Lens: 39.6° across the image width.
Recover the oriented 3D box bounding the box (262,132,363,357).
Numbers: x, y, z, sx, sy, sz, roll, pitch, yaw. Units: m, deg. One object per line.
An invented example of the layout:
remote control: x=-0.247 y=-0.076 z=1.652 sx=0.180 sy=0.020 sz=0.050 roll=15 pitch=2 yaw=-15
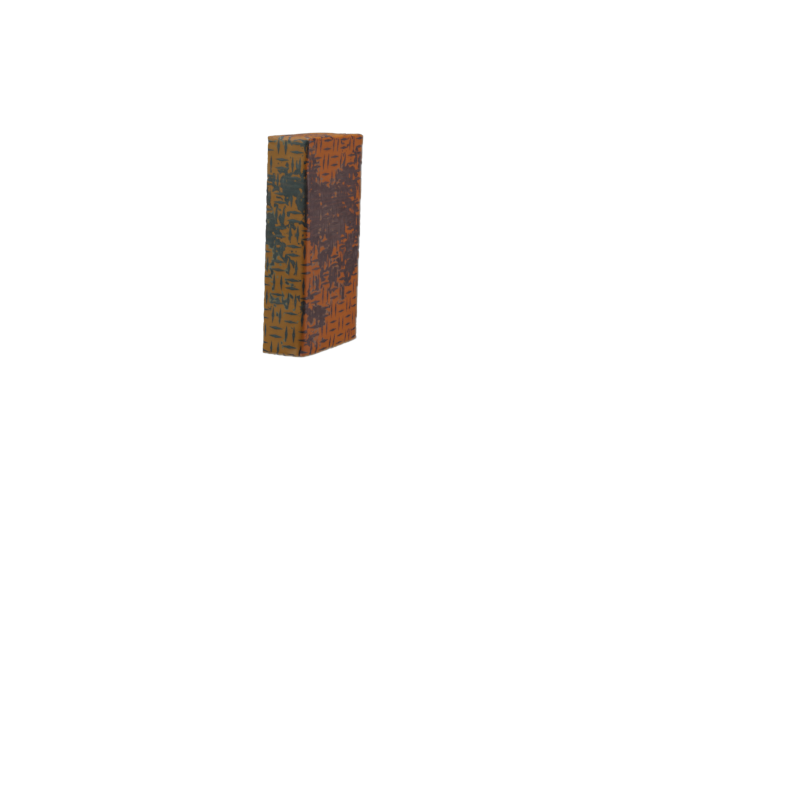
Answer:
box: x=-0.071 y=-0.129 z=0.906 sx=0.050 sy=0.173 sz=0.092 roll=4 pitch=10 yaw=27
